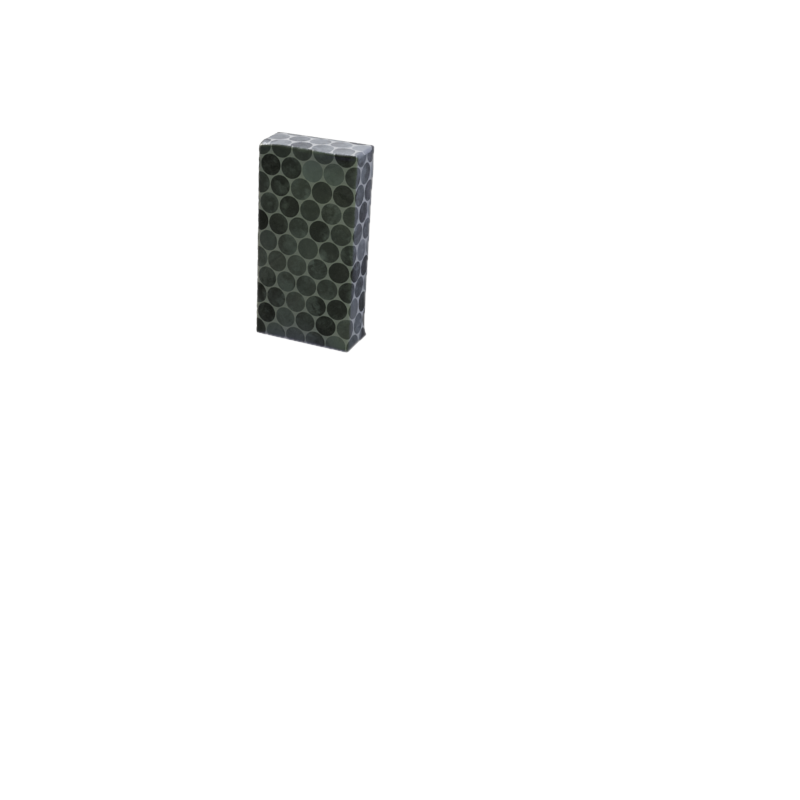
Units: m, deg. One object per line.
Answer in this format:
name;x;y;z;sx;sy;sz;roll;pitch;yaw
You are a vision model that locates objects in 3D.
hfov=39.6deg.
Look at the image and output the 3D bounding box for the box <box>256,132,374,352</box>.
box;-0.075;-0.136;0.952;0.097;0.168;0.049;12;25;21
